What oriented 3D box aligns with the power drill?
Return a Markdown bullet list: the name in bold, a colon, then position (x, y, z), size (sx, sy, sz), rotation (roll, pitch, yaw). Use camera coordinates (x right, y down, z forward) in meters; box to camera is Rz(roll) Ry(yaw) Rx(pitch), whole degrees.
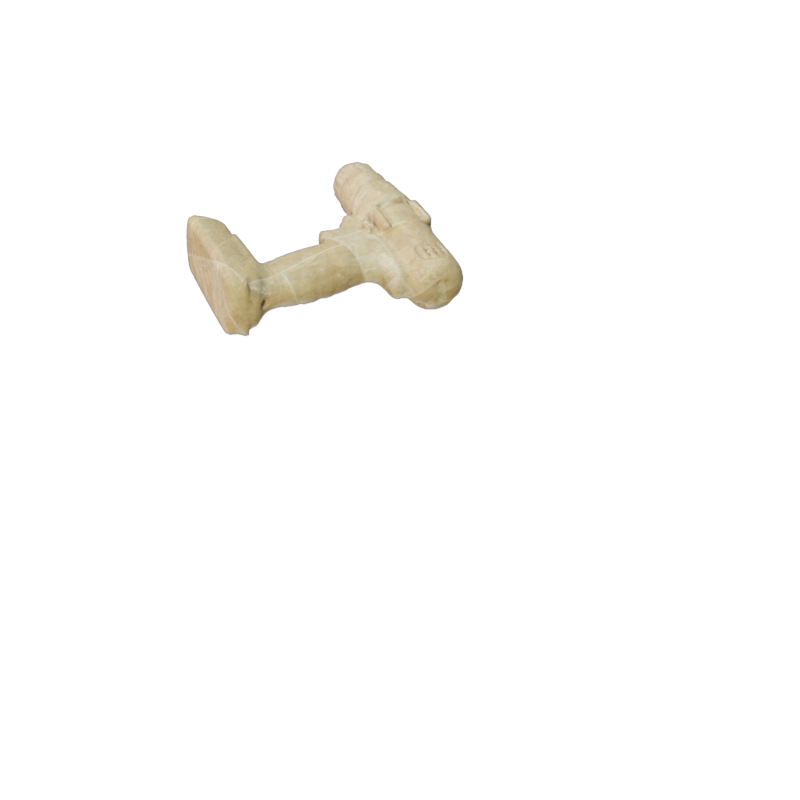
- **power drill**: position (-0.068, -0.124, 0.868), size (0.185, 0.054, 0.200), rotation (-15, 40, -19)
